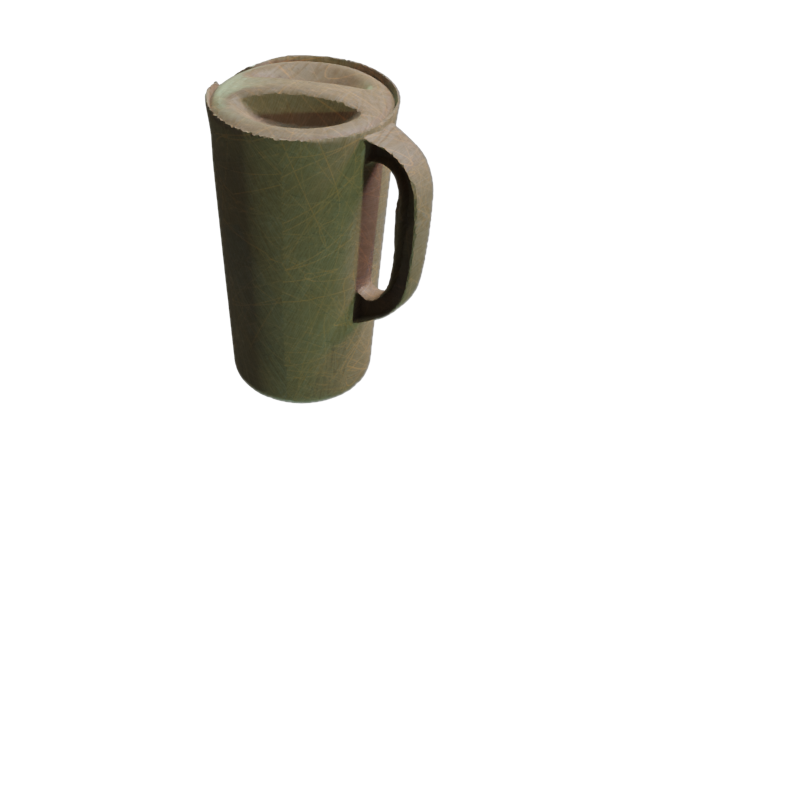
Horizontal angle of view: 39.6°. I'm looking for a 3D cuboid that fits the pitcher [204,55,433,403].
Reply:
[{"bbox_3d":[-0.063,-0.115,0.808,0.144,0.227,0.160,-3,37,-8],"label":"pitcher"}]
